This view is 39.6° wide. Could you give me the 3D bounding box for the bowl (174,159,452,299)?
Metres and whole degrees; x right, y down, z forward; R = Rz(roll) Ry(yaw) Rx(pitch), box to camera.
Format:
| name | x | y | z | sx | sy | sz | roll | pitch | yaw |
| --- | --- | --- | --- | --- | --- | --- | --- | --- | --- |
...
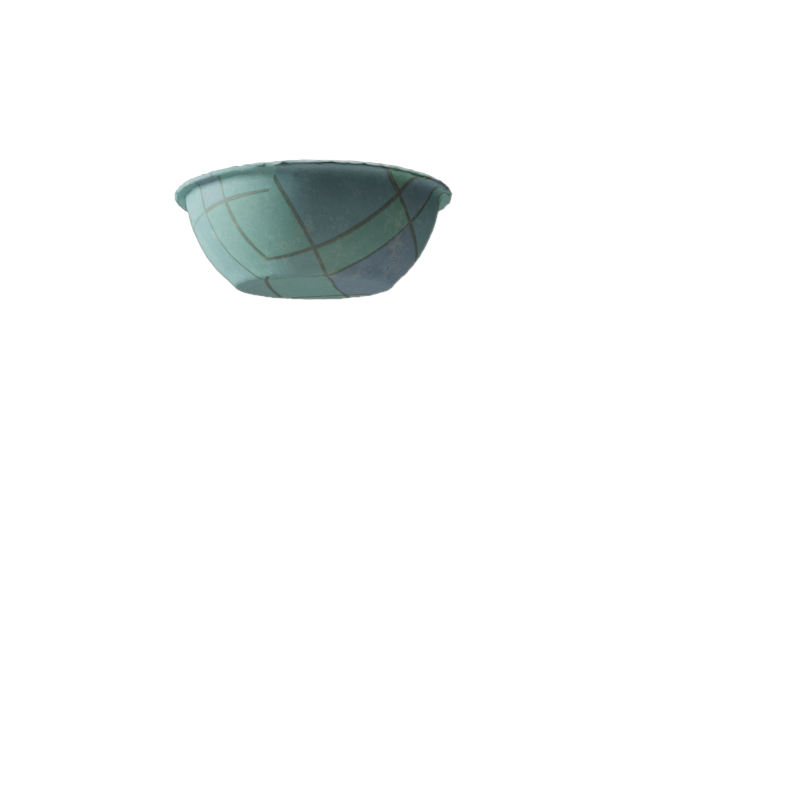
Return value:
| name | x | y | z | sx | sy | sz | roll | pitch | yaw |
| --- | --- | --- | --- | --- | --- | --- | --- | --- | --- |
| bowl | -0.050 | -0.092 | 0.643 | 0.162 | 0.056 | 0.159 | 0 | -4 | -2 |
